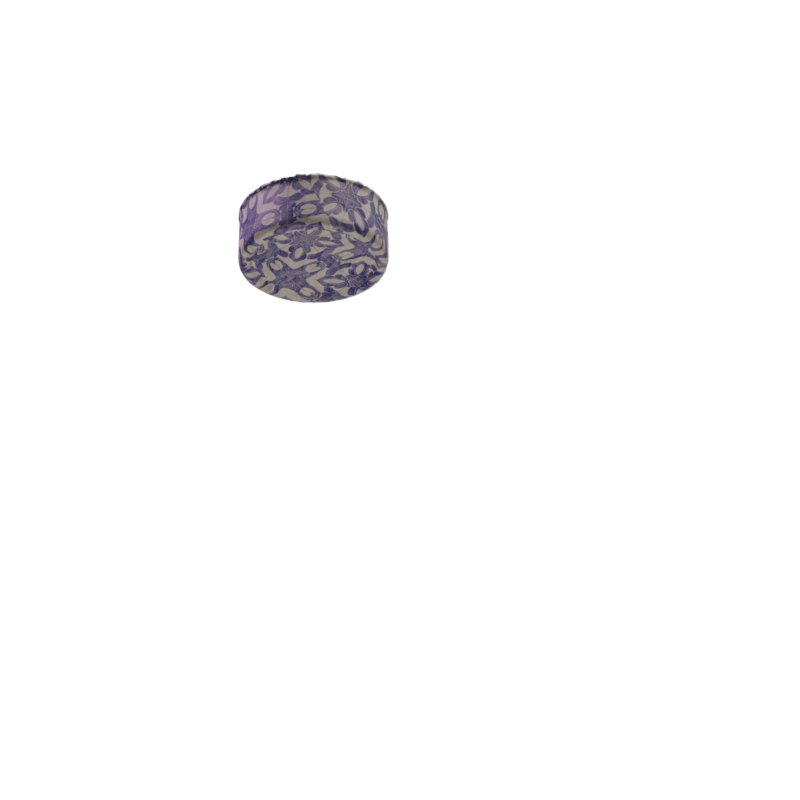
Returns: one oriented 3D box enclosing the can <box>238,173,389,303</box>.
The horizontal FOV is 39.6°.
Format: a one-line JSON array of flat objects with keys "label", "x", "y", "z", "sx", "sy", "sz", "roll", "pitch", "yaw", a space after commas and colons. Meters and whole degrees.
[{"label": "can", "x": -0.049, "y": -0.089, "z": 0.626, "sx": 0.086, "sy": 0.036, "sz": 0.081, "roll": 1, "pitch": -28, "yaw": -2}]
